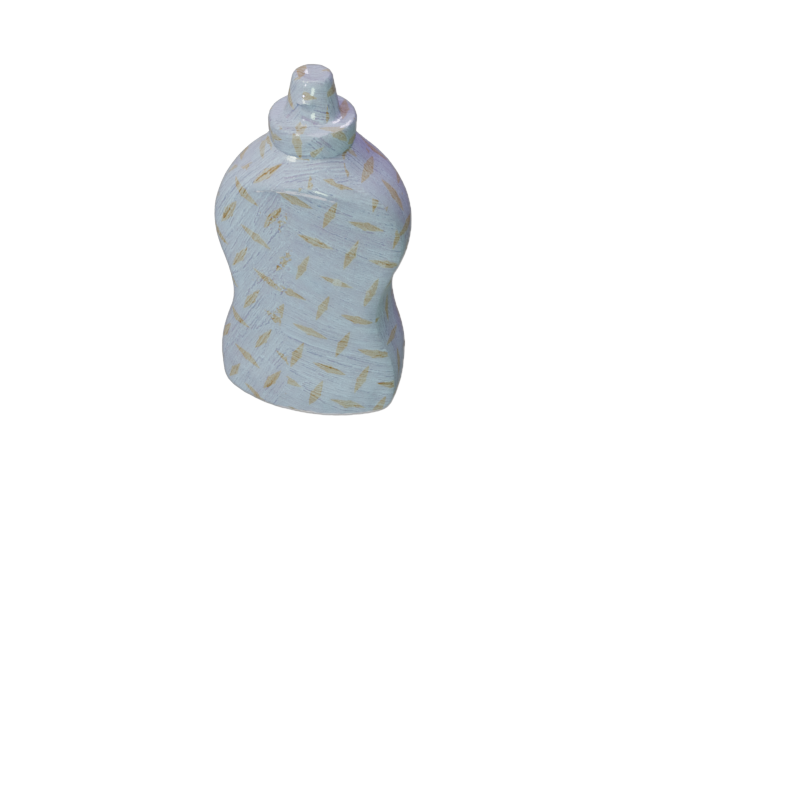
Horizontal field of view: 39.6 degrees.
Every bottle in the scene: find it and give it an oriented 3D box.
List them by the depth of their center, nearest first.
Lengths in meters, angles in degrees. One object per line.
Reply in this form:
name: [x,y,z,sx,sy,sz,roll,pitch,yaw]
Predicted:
bottle: [-0.043,-0.079,0.552,0.098,0.179,0.061,12,41,11]
